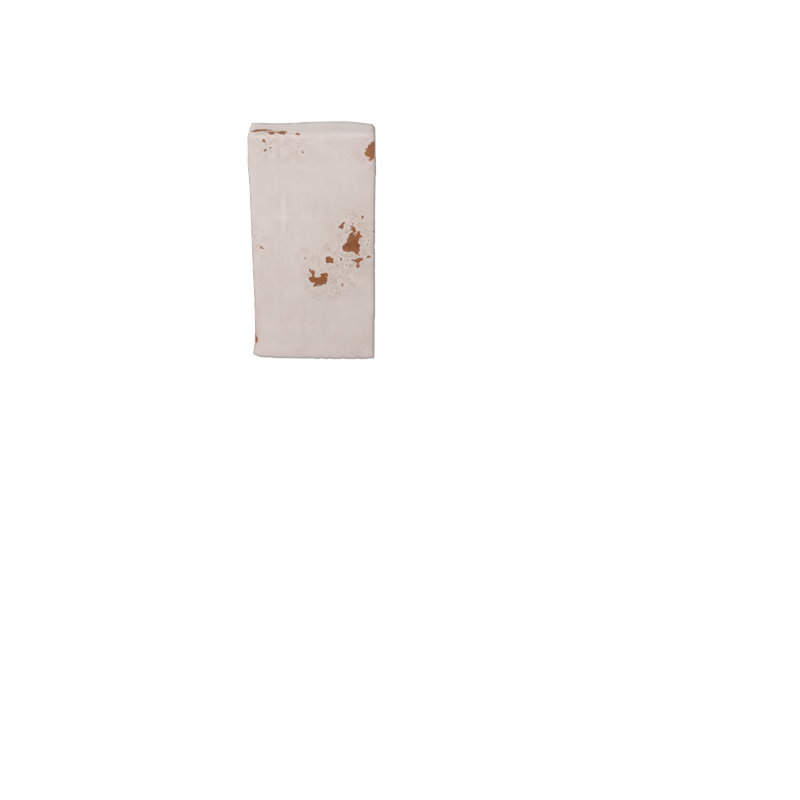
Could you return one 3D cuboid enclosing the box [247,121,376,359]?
[{"bbox_3d":[-0.064,-0.118,0.826,0.093,0.169,0.050,1,19,0],"label":"box"}]
